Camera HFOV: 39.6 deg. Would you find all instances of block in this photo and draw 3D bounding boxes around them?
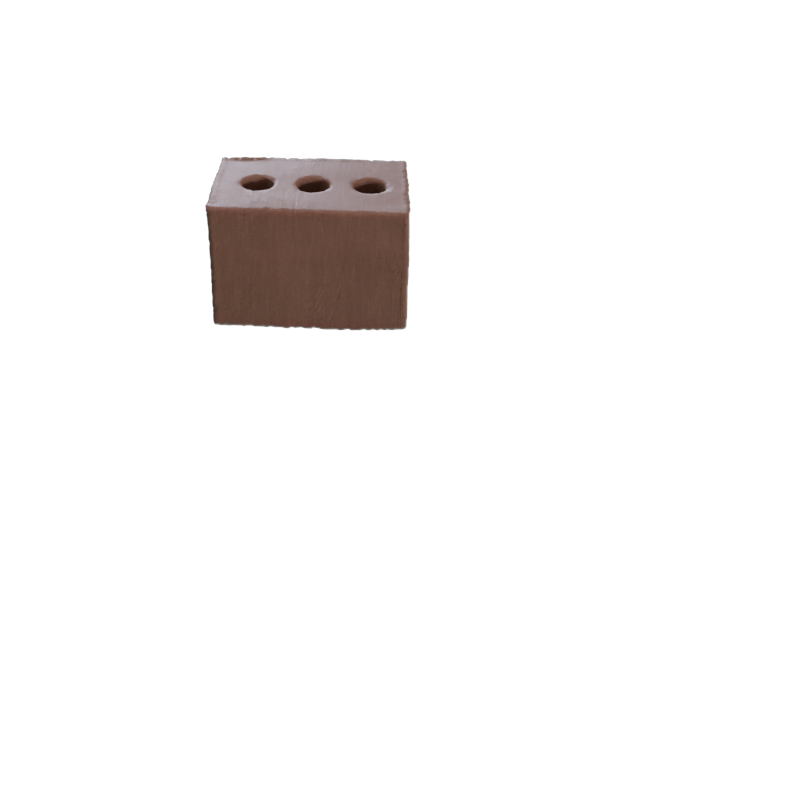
[{"bbox_3d":[-0.034,-0.063,0.440,0.078,0.048,0.056,1,30,1],"label":"block"}]
